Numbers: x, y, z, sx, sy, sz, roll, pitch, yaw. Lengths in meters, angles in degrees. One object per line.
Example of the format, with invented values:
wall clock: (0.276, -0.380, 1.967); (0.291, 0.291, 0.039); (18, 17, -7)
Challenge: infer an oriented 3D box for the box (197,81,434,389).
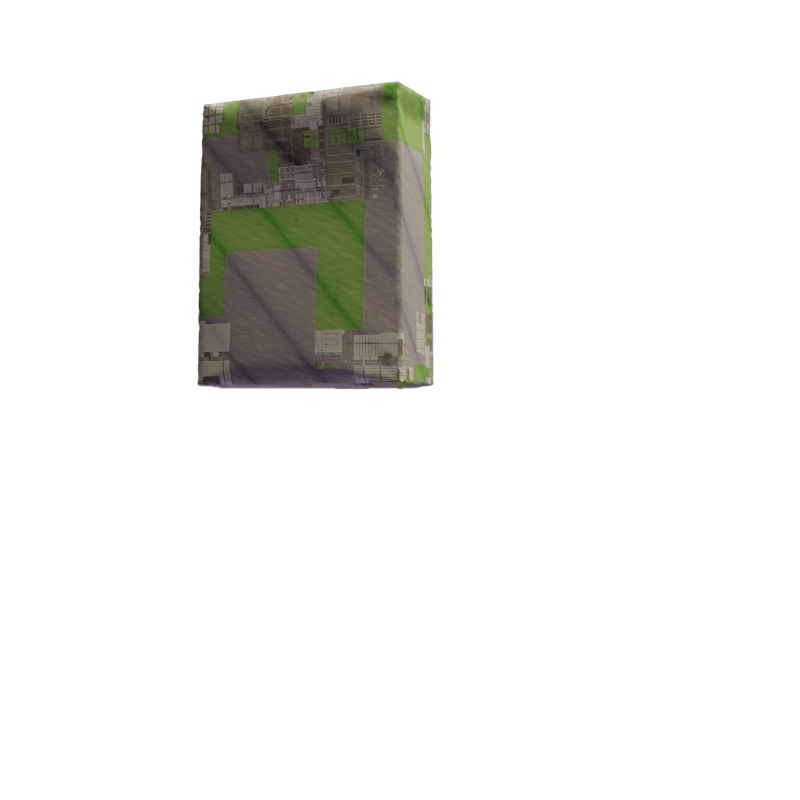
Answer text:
box: (-0.064, -0.116, 0.813); (0.169, 0.217, 0.069); (-2, -6, 24)
